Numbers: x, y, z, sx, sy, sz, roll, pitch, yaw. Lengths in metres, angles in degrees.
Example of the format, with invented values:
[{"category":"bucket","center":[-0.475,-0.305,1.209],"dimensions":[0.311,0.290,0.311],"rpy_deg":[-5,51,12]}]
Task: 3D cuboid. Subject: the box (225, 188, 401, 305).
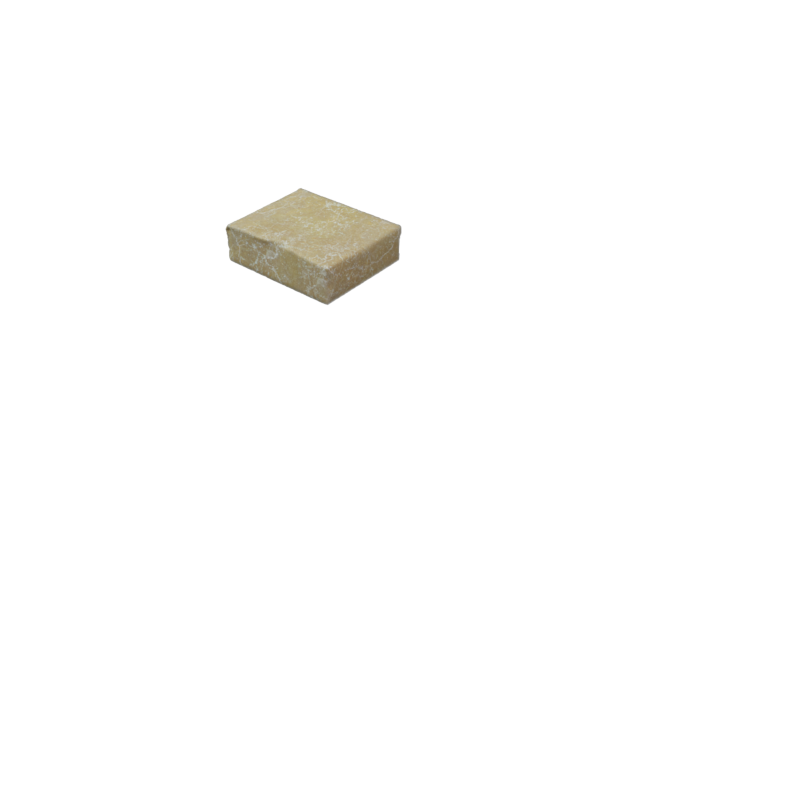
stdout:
[{"category":"box","center":[-0.056,-0.102,0.716],"dimensions":[0.095,0.028,0.073],"rpy_deg":[26,42,32]}]
